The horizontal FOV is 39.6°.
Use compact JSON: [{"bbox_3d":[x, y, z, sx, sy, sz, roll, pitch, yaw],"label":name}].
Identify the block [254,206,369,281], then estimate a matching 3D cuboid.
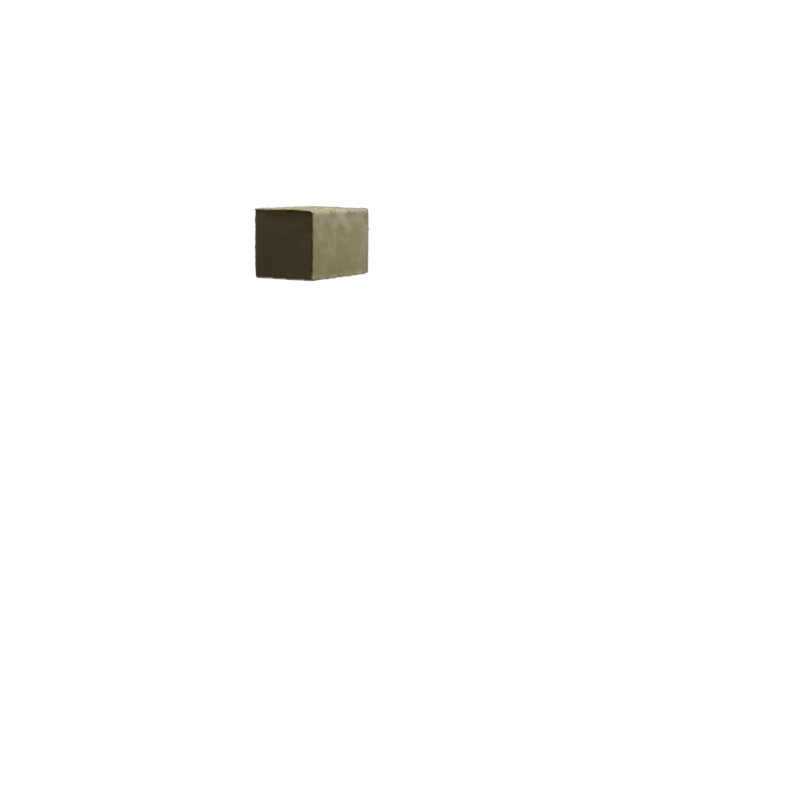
[{"bbox_3d":[-0.064,-0.117,0.823,0.055,0.051,0.076,5,10,31],"label":"block"}]
